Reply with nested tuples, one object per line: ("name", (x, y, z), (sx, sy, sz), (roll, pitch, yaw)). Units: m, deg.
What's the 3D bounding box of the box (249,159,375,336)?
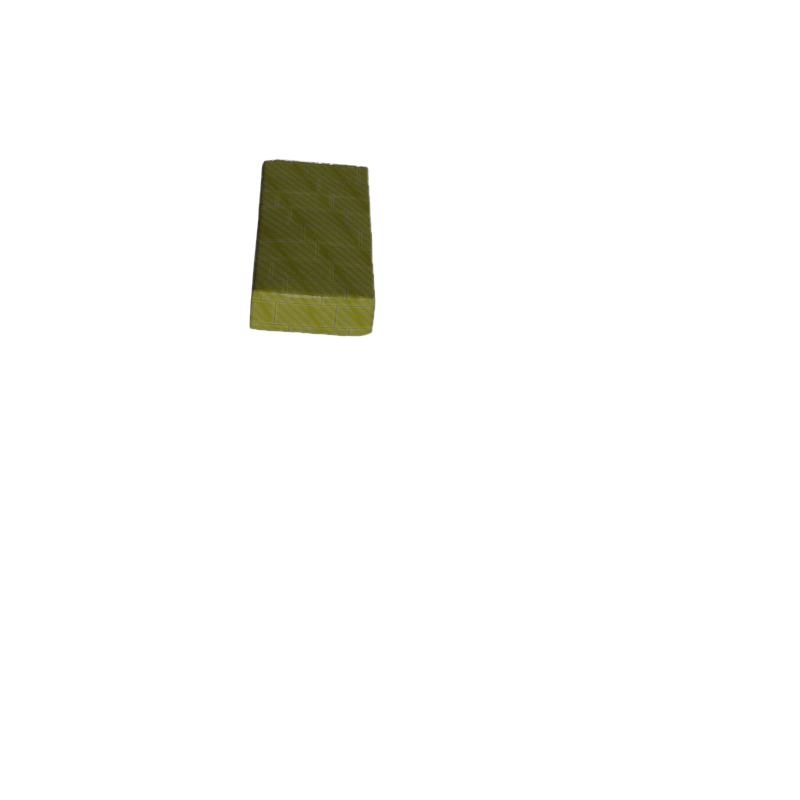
("box", (-0.069, -0.126, 0.884), (0.093, 0.045, 0.189), (2, 44, -6))
